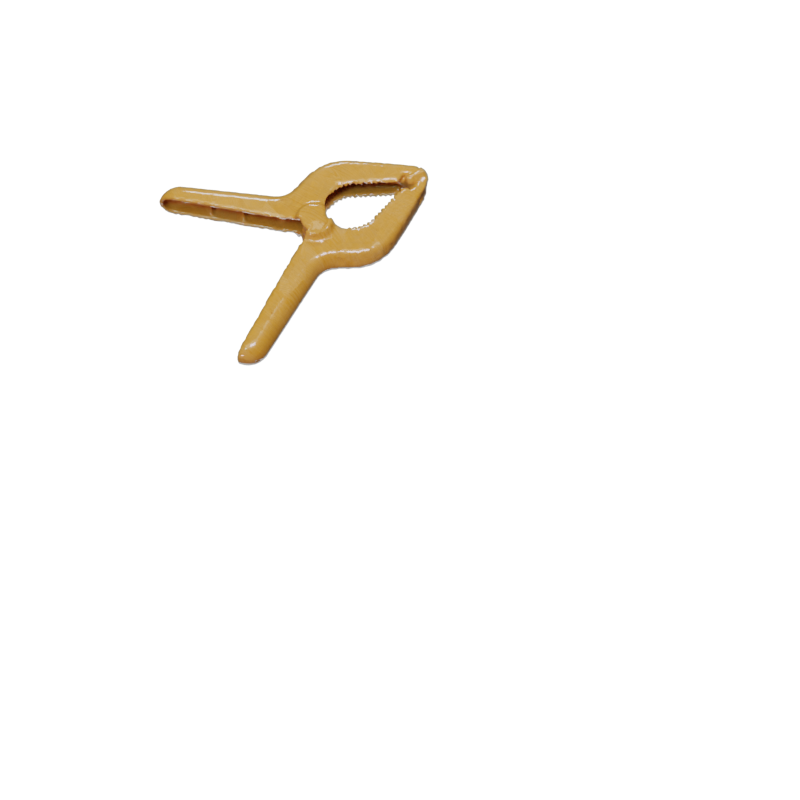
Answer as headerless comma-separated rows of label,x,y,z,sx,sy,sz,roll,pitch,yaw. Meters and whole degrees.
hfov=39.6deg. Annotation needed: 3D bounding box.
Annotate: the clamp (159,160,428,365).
clamp,-0.069,-0.125,0.877,0.209,0.175,0.034,-19,-24,-9
